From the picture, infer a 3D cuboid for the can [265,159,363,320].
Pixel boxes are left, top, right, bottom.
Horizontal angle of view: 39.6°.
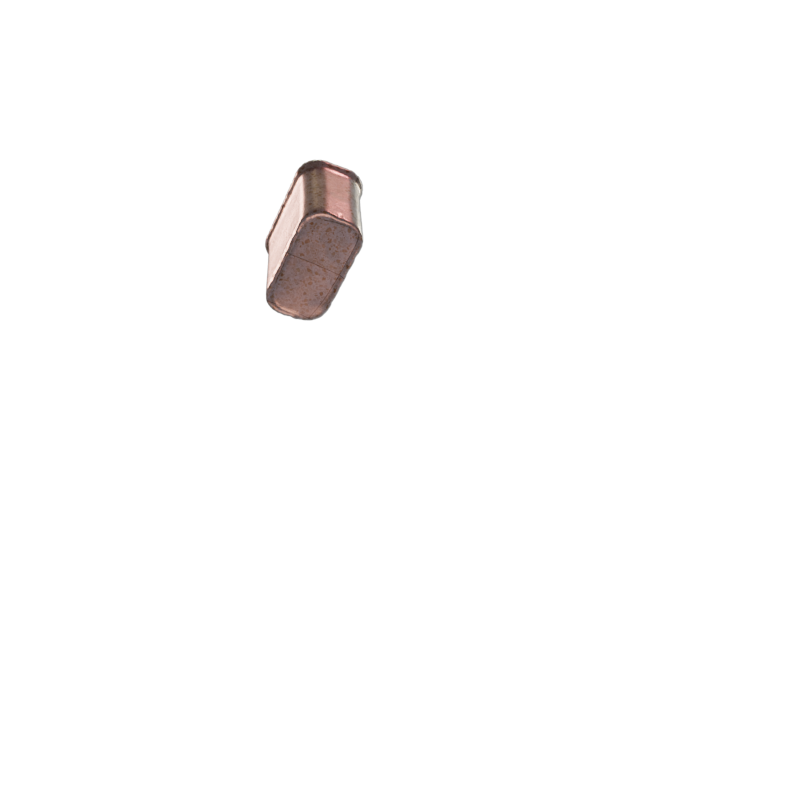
[{"bbox_3d":[-0.068,-0.125,0.873,0.056,0.098,0.089,20,31,-16],"label":"can"}]
